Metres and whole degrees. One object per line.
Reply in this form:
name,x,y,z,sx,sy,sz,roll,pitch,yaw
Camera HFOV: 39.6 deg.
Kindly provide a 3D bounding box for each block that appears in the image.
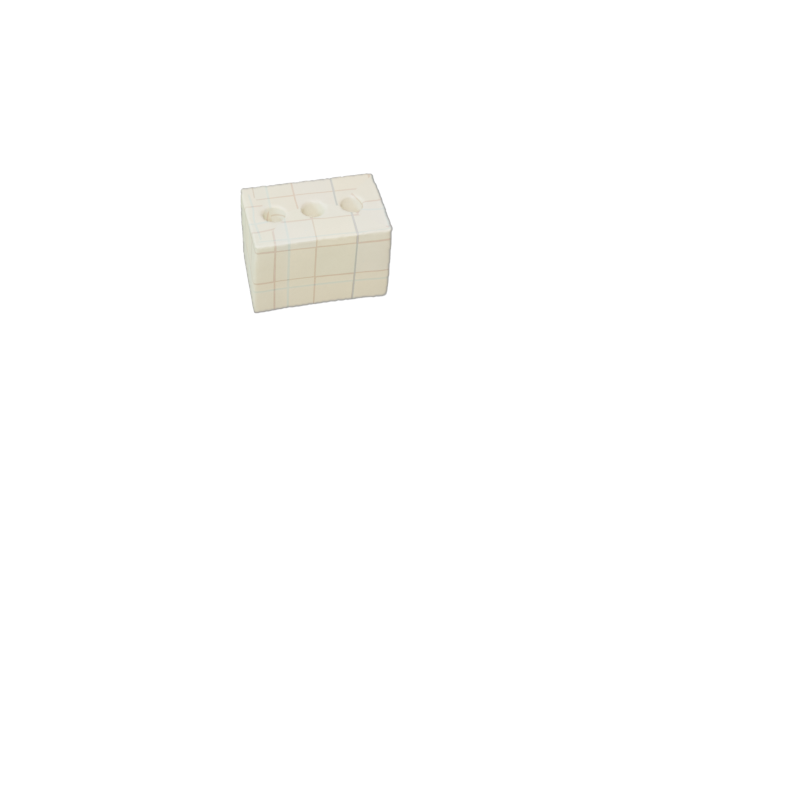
block,-0.049,-0.089,0.625,0.077,0.057,0.048,-9,-42,-10
